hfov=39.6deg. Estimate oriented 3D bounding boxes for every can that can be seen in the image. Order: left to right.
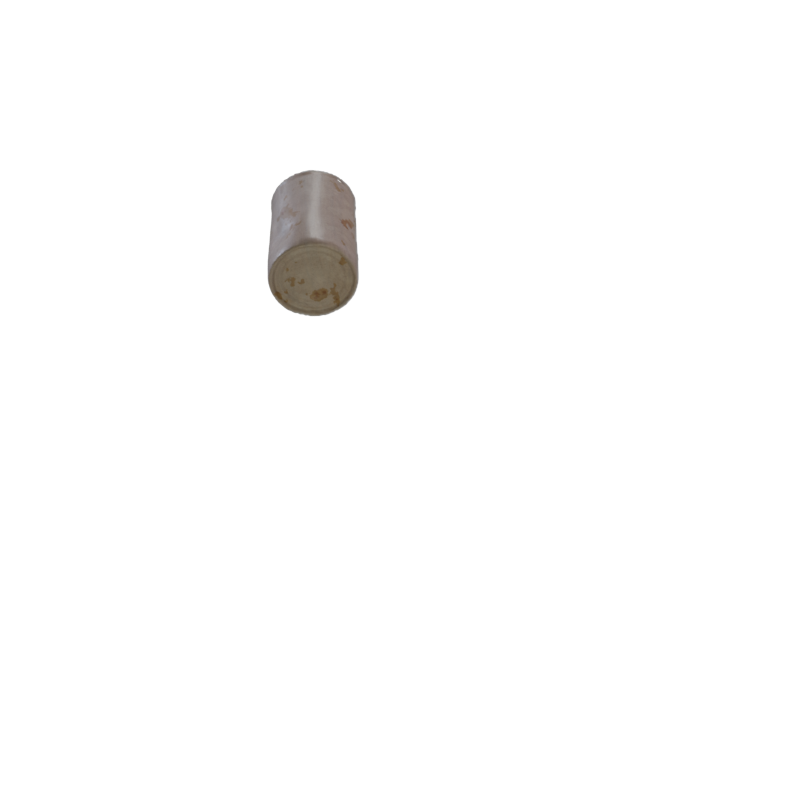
[{"bbox_3d":[-0.066,-0.120,0.842,0.068,0.064,0.109,-1,38,-3],"label":"can"}]
